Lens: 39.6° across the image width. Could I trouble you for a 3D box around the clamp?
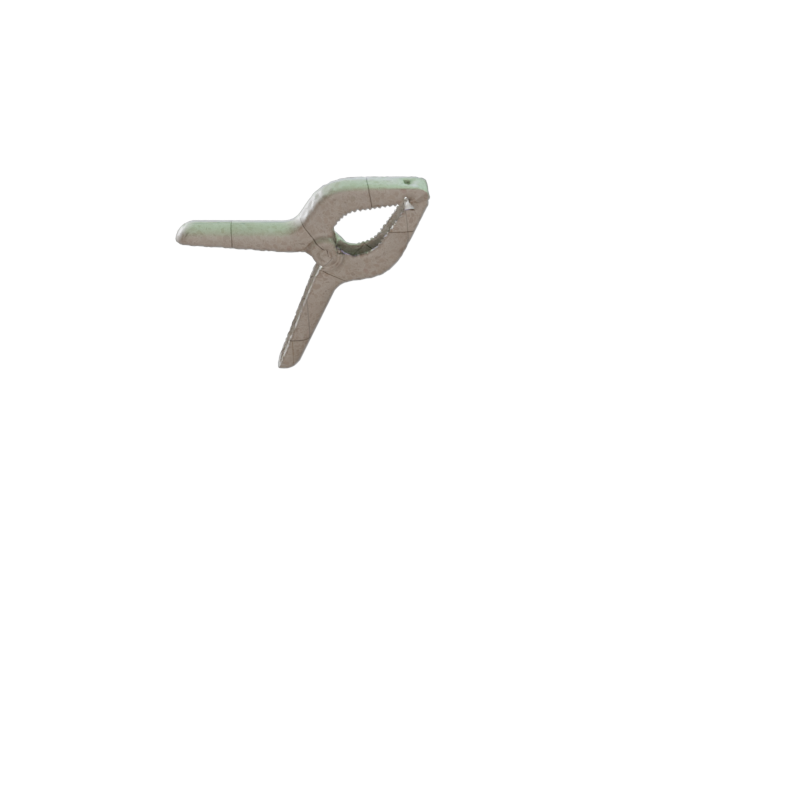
[{"bbox_3d":[-0.073,-0.134,0.937,0.209,0.156,0.039,-35,24,18],"label":"clamp"}]
